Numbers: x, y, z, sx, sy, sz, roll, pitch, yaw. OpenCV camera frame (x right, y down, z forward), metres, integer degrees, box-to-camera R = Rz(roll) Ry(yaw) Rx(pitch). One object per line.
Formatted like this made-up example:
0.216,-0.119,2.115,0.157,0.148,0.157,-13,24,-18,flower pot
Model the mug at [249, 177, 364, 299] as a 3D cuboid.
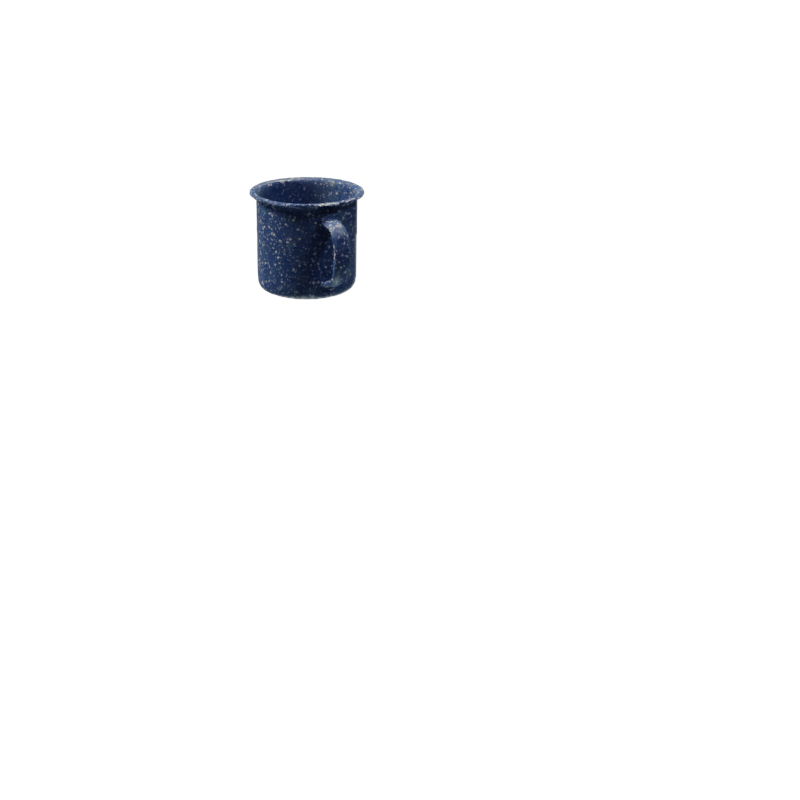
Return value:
-0.070,-0.128,0.897,0.091,0.078,0.125,-11,25,-27,mug
